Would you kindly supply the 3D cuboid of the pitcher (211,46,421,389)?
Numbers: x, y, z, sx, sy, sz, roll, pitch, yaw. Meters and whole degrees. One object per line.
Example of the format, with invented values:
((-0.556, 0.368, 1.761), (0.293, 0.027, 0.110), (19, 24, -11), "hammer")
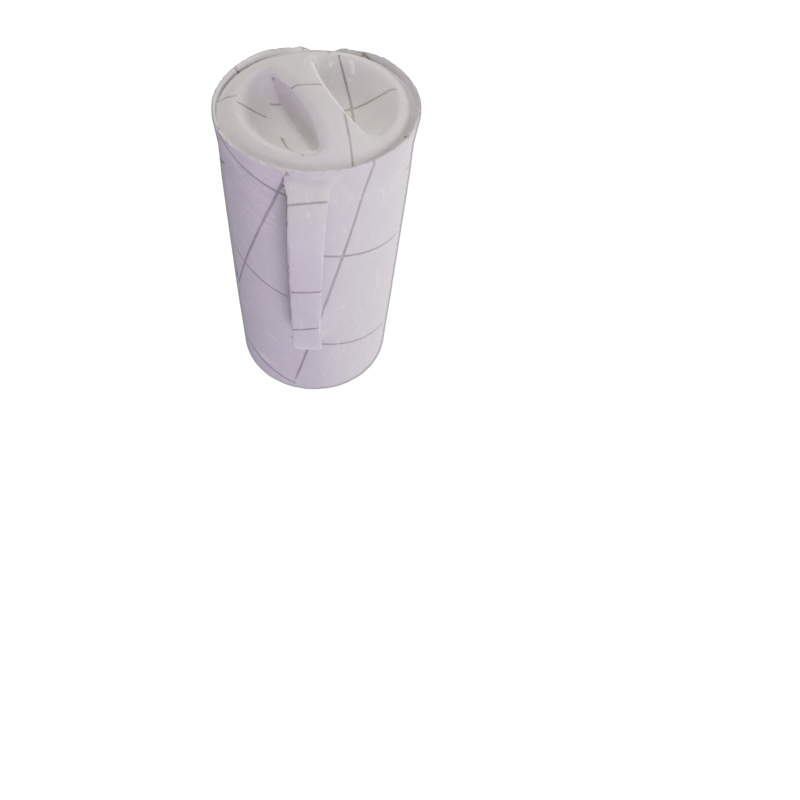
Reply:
((-0.061, -0.111, 0.776), (0.150, 0.226, 0.154), (-36, 60, -29), "pitcher")
